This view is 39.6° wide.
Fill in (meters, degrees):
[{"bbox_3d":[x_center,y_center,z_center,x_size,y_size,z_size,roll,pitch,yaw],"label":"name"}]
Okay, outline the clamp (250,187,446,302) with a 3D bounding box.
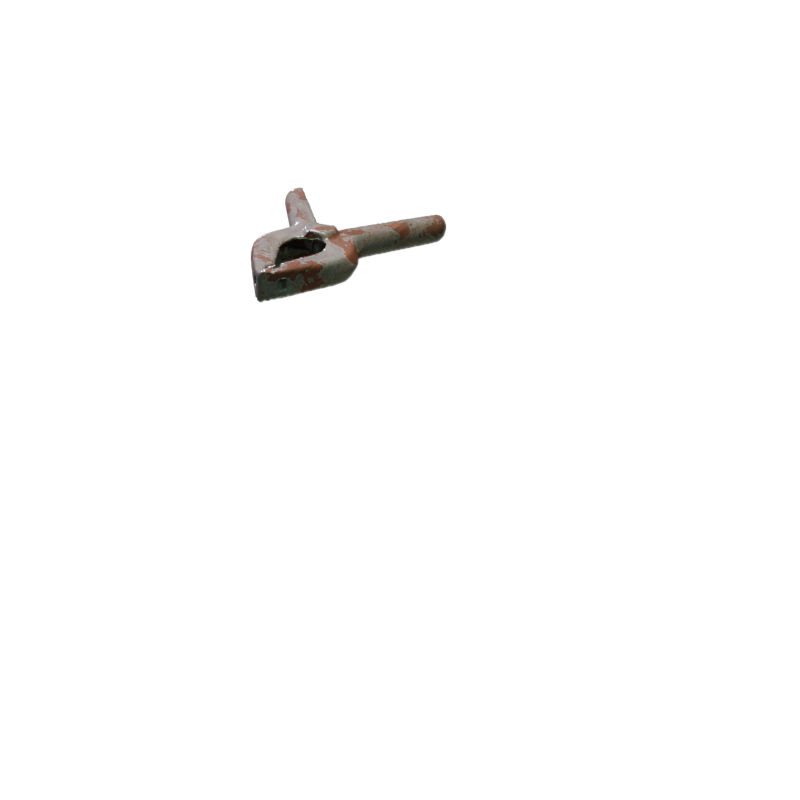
[{"bbox_3d":[-0.078,-0.141,0.990,0.173,0.034,0.211,17,33,28],"label":"clamp"}]
